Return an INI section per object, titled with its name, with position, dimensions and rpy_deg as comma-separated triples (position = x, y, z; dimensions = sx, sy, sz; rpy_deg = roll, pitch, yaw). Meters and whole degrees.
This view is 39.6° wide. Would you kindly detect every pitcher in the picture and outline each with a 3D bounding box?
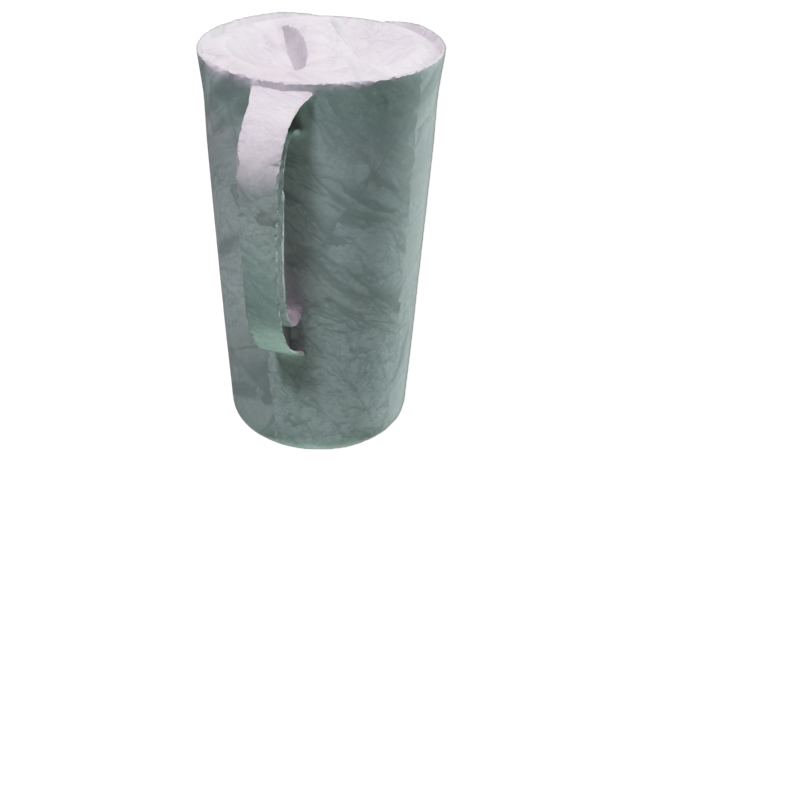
[pitcher]
position = -0.050, -0.091, 0.636
dimensions = 0.147, 0.229, 0.156
rpy_deg = -15, 34, -28
